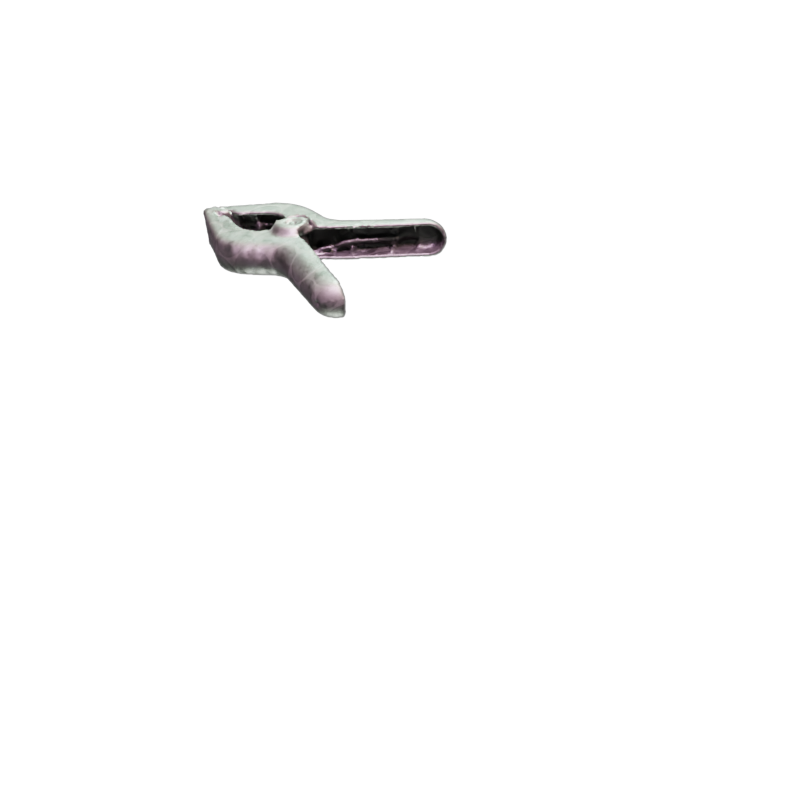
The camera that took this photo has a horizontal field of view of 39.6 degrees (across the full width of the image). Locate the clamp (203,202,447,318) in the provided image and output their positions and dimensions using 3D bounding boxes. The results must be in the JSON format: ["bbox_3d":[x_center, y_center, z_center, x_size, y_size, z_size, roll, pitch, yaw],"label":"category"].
[{"bbox_3d":[-0.058,-0.106,0.741,0.119,0.037,0.183,-23,36,-37],"label":"clamp"}]
